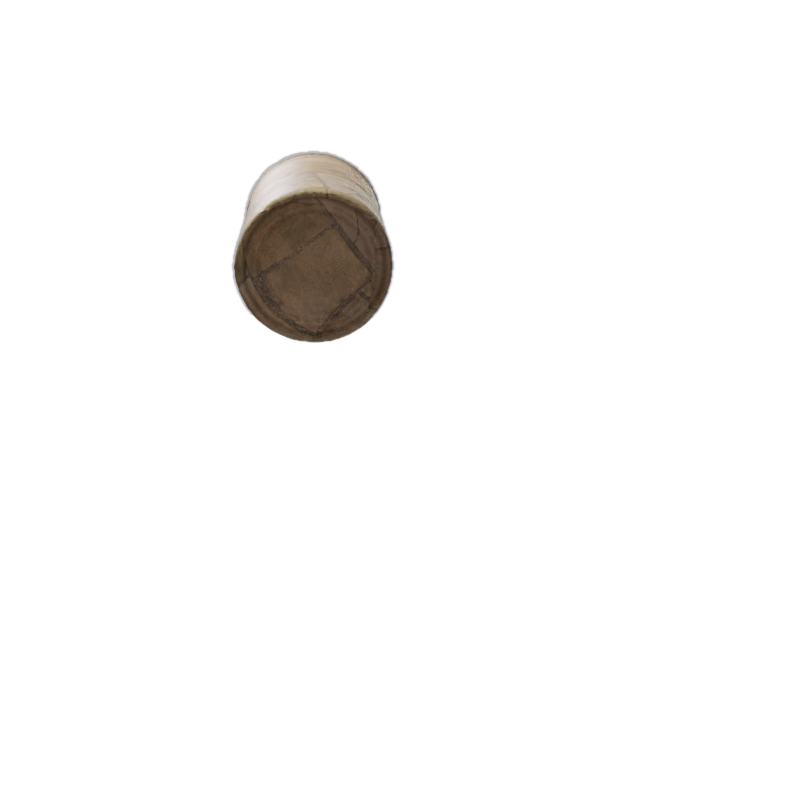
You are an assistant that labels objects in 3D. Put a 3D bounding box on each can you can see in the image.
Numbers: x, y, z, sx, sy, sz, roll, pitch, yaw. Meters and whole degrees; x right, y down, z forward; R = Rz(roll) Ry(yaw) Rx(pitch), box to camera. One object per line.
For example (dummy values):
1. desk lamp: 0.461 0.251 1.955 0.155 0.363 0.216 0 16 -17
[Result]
1. can: -0.040 -0.072 0.506 0.068 0.066 0.106 0 18 -3
